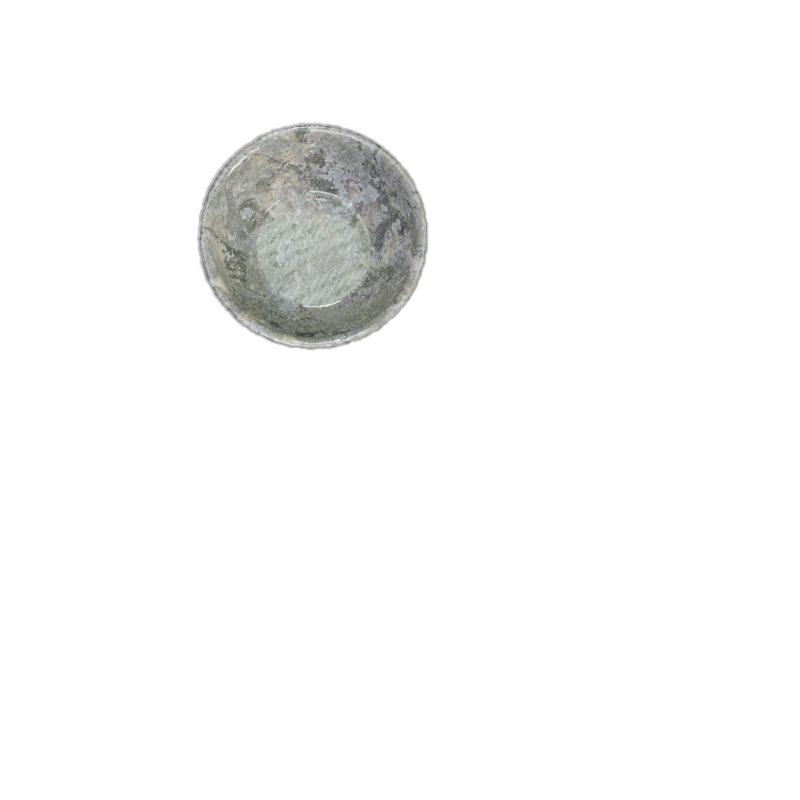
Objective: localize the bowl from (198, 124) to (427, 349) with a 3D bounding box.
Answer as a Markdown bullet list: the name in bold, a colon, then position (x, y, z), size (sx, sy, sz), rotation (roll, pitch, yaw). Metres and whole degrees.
- **bowl**: position (-0.063, -0.115, 0.803), size (0.162, 0.167, 0.054), rotation (0, -11, -1)
